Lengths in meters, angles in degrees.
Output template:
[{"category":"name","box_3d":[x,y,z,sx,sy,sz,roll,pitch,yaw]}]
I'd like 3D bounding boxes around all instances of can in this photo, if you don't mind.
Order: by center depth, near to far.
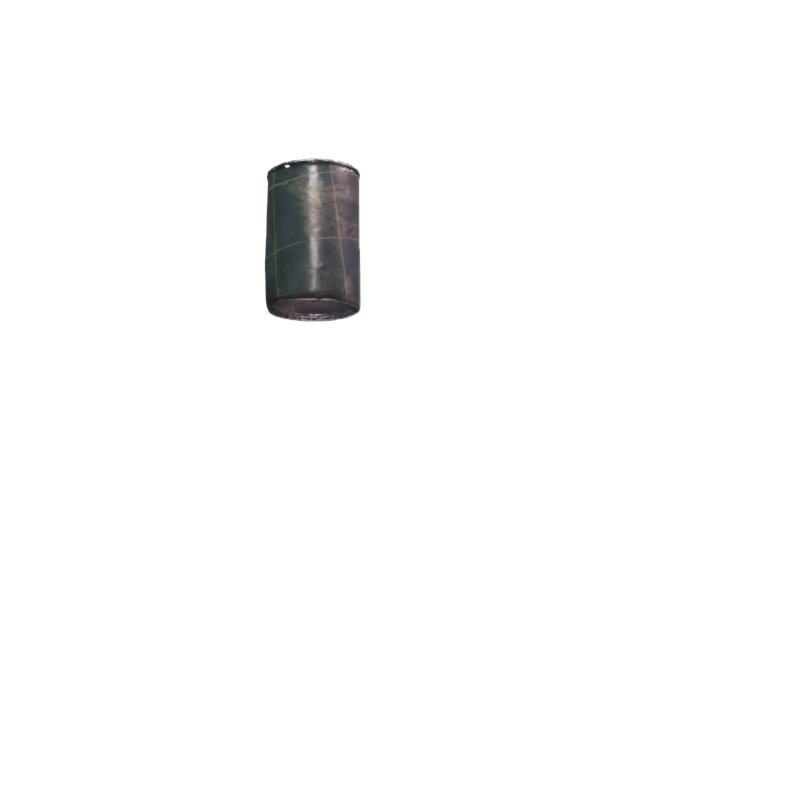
[{"category":"can","box_3d":[-0.062,-0.113,0.791,0.068,0.106,0.066,0,-15,-2]}]
